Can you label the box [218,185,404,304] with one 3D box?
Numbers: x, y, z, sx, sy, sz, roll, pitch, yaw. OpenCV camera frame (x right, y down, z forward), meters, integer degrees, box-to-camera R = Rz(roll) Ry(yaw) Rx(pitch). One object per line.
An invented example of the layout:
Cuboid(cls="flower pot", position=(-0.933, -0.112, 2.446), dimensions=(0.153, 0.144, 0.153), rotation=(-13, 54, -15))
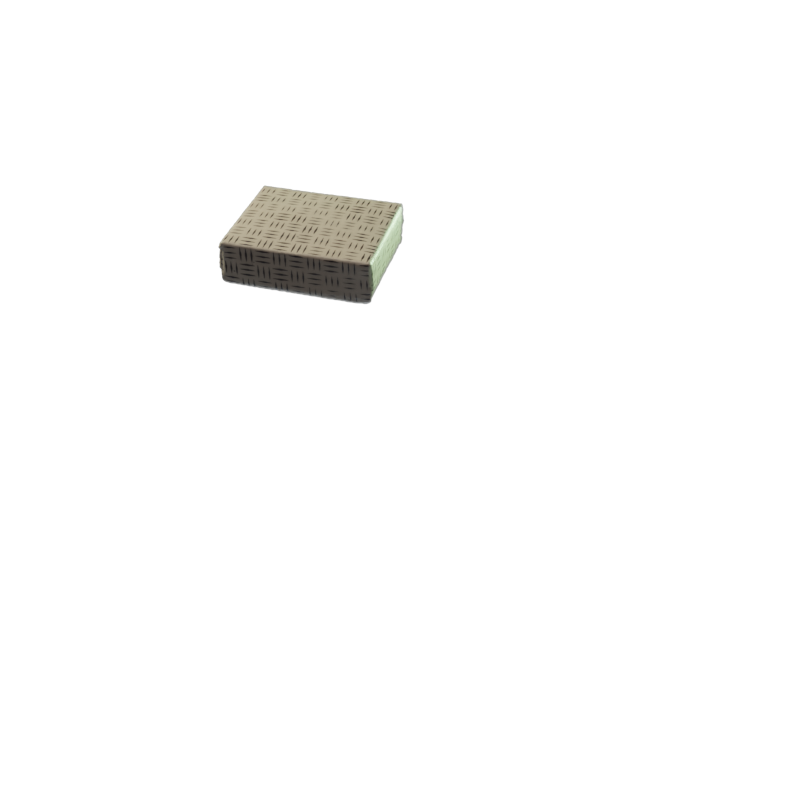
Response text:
Cuboid(cls="box", position=(-0.063, -0.114, 0.800), dimensions=(0.116, 0.036, 0.094), rotation=(11, 38, 13))
